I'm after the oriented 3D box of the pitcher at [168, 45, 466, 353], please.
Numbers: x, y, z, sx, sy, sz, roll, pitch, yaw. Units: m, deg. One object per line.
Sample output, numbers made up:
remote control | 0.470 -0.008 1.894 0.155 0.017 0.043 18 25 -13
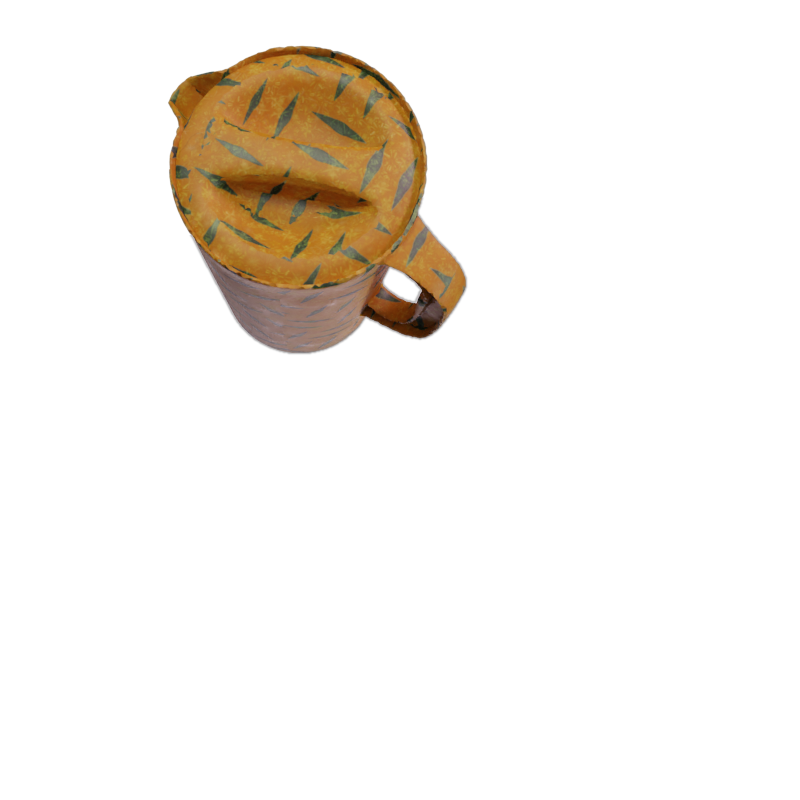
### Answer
pitcher | -0.053 -0.096 0.674 0.144 0.155 0.235 -9 -11 -5
